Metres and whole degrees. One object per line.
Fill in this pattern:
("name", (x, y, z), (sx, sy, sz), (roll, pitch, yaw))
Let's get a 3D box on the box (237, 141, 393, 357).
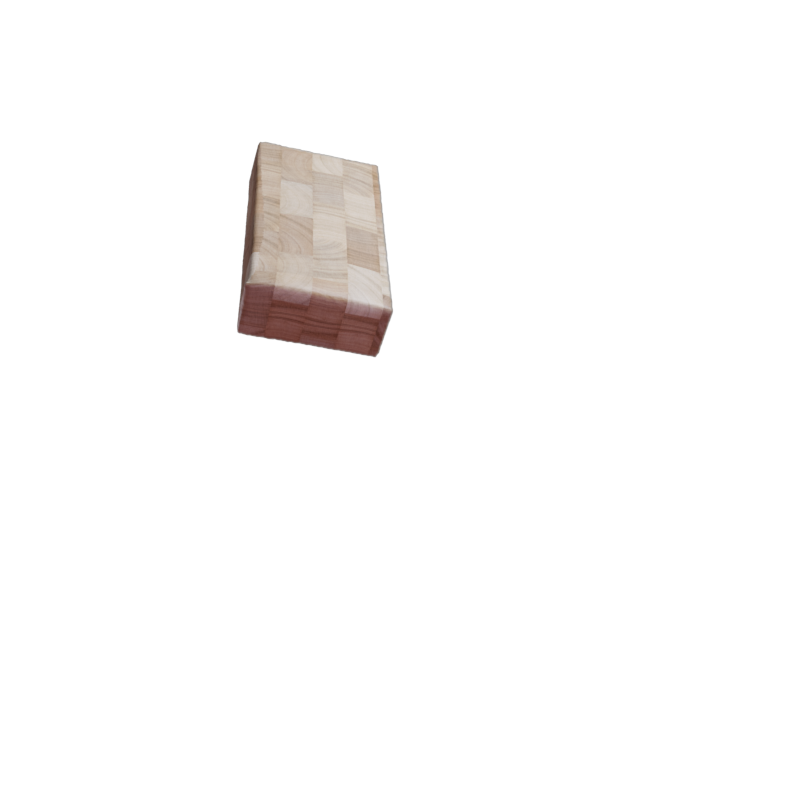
("box", (-0.059, -0.107, 0.749), (0.092, 0.046, 0.189), (9, 36, -10))
